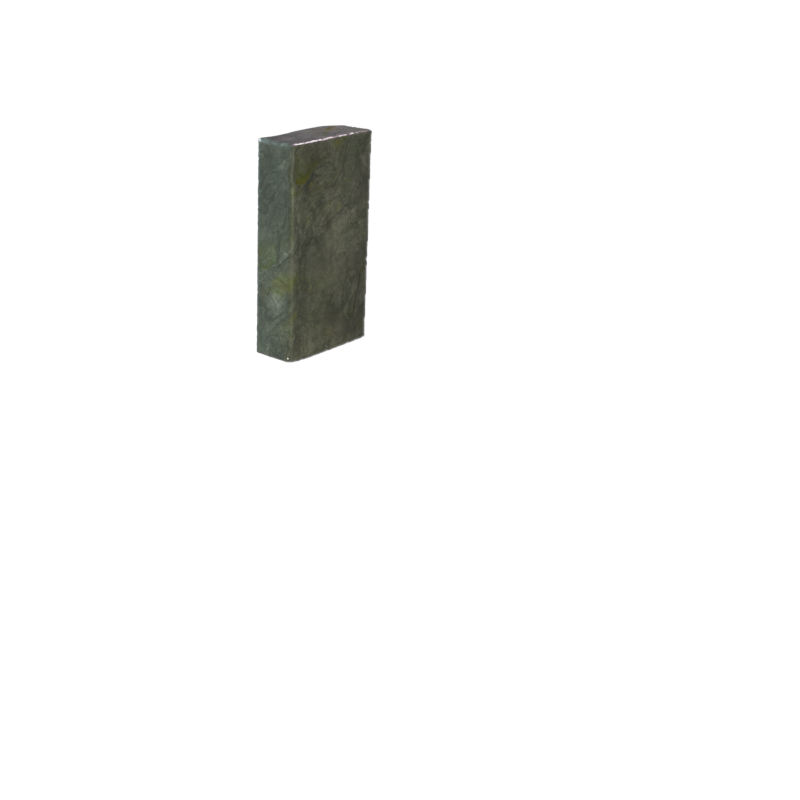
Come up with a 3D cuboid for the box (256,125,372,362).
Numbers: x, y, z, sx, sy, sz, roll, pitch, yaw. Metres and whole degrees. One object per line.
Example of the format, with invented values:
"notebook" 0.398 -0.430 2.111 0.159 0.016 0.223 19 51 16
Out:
"box" -0.069 -0.126 0.880 0.051 0.170 0.092 14 21 38
